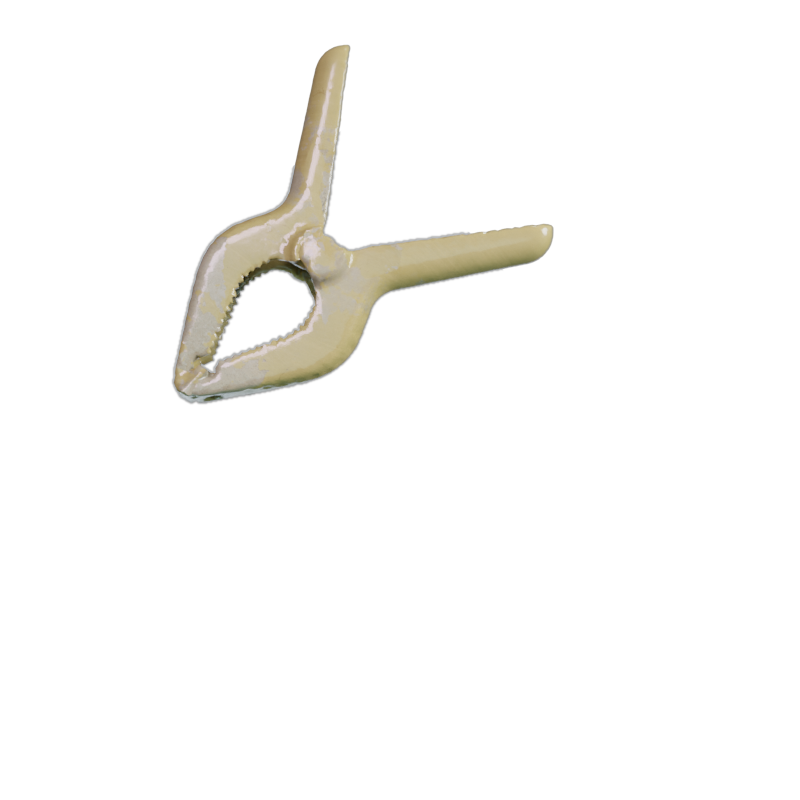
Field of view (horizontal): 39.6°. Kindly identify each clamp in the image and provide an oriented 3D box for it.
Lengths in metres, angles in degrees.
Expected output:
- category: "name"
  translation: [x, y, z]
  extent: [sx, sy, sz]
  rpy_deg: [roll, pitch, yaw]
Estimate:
- category: "clamp"
  translation: [-0.046, -0.085, 0.593]
  extent: [0.211, 0.171, 0.035]
  rpy_deg: [-38, -13, -11]
